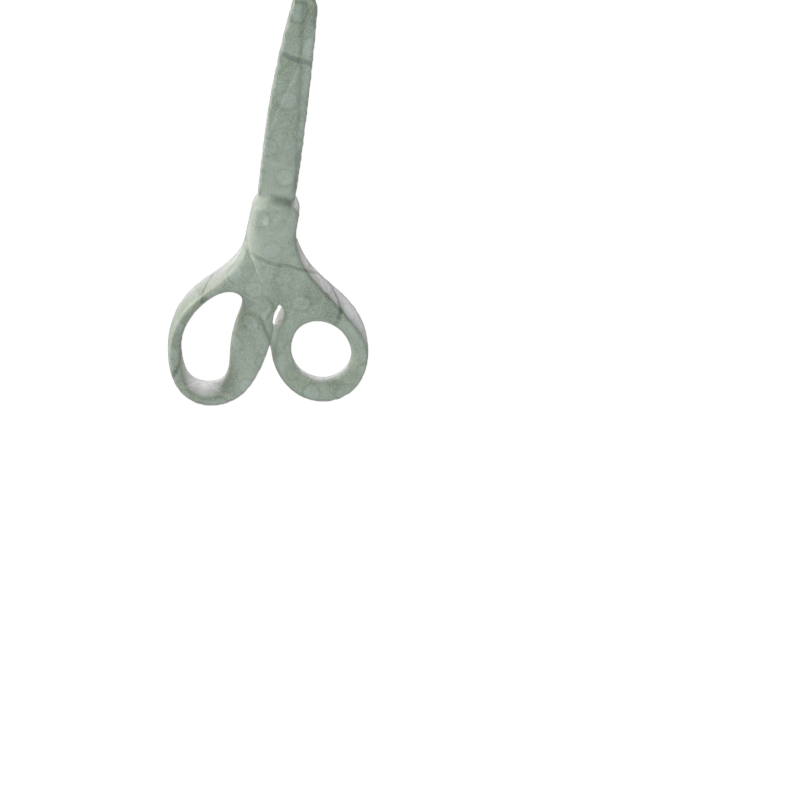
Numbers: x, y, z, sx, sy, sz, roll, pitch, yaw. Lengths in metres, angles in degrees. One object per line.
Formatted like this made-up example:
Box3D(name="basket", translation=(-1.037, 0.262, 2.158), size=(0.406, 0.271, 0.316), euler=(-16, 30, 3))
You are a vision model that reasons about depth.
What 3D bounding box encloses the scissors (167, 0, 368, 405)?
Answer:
Box3D(name="scissors", translation=(-0.035, -0.064, 0.449), size=(0.093, 0.194, 0.017), euler=(20, 38, -17))
